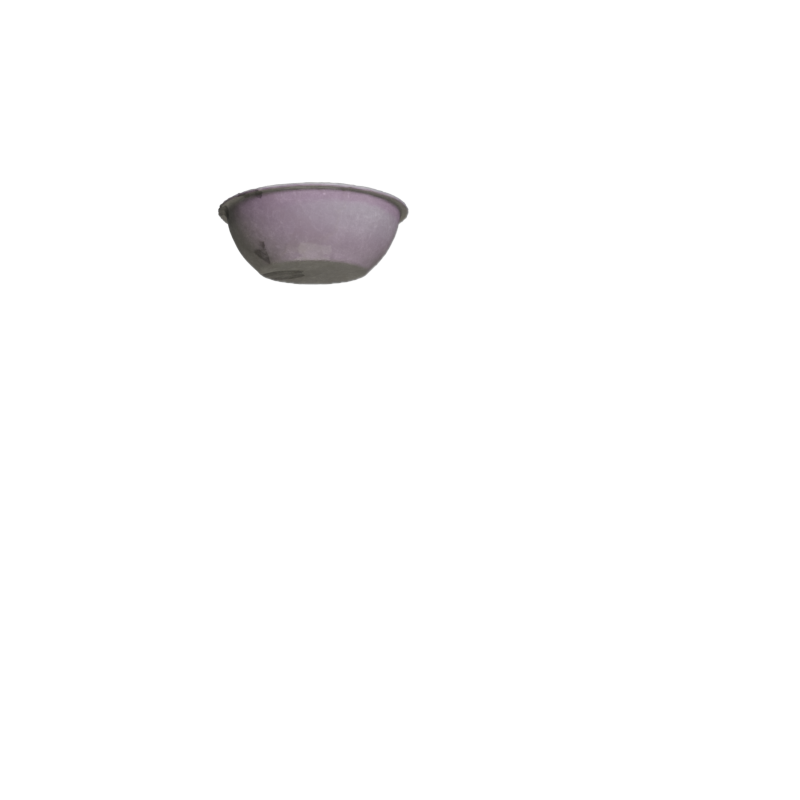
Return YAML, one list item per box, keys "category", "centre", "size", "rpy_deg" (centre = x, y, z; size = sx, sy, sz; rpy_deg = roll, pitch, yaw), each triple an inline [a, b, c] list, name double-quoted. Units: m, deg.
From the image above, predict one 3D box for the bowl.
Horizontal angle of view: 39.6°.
- category: "bowl"
  centre: [-0.073, -0.133, 0.934]
  size: [0.162, 0.057, 0.158]
  rpy_deg: [0, -8, -2]
